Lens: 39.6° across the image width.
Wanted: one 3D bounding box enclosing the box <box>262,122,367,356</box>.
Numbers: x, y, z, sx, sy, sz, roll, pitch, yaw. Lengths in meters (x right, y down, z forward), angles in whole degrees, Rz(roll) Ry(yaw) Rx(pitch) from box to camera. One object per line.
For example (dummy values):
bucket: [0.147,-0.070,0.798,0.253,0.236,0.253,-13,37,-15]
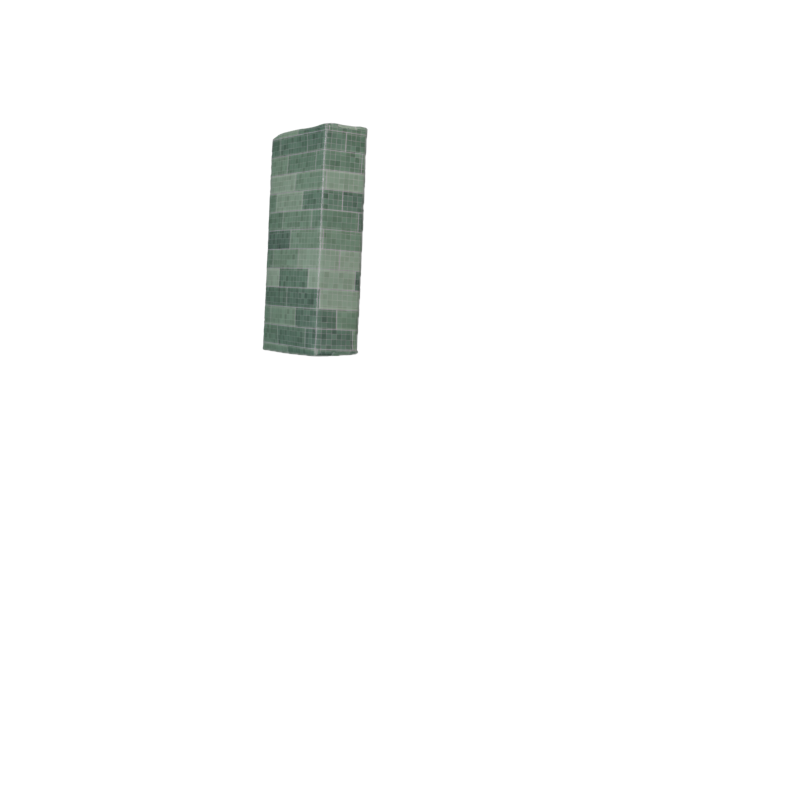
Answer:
box: [-0.069,-0.125,0.872,0.046,0.177,0.096,1,-1,-32]
